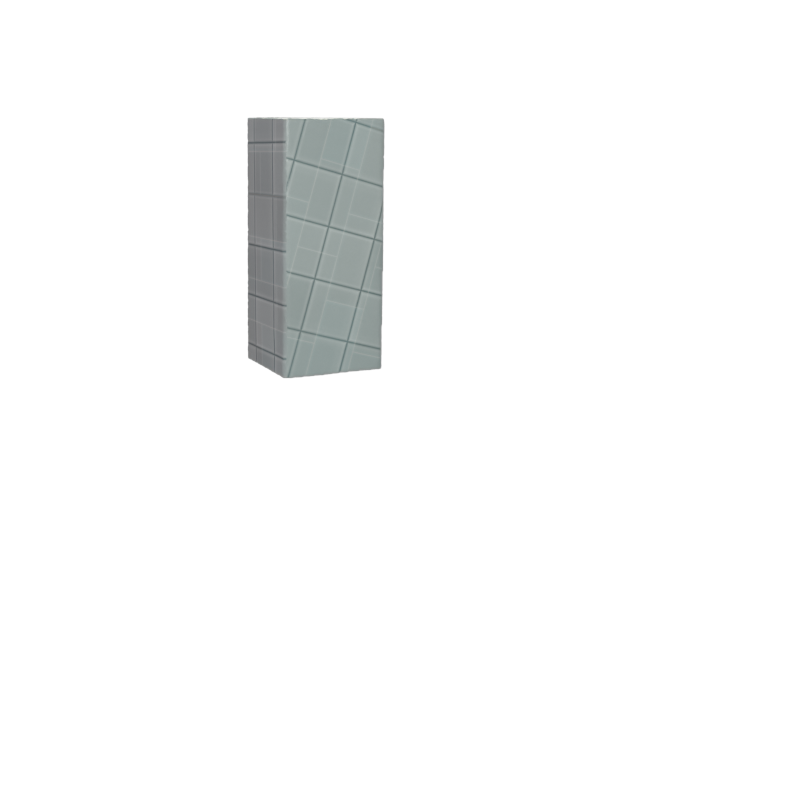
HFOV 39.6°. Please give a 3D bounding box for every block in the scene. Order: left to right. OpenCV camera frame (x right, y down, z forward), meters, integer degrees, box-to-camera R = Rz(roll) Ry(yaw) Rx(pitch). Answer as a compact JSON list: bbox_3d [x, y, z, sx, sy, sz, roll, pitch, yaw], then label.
[{"bbox_3d":[-0.072,-0.132,0.923,0.088,0.203,0.095,-3,8,-26],"label":"block"}]
